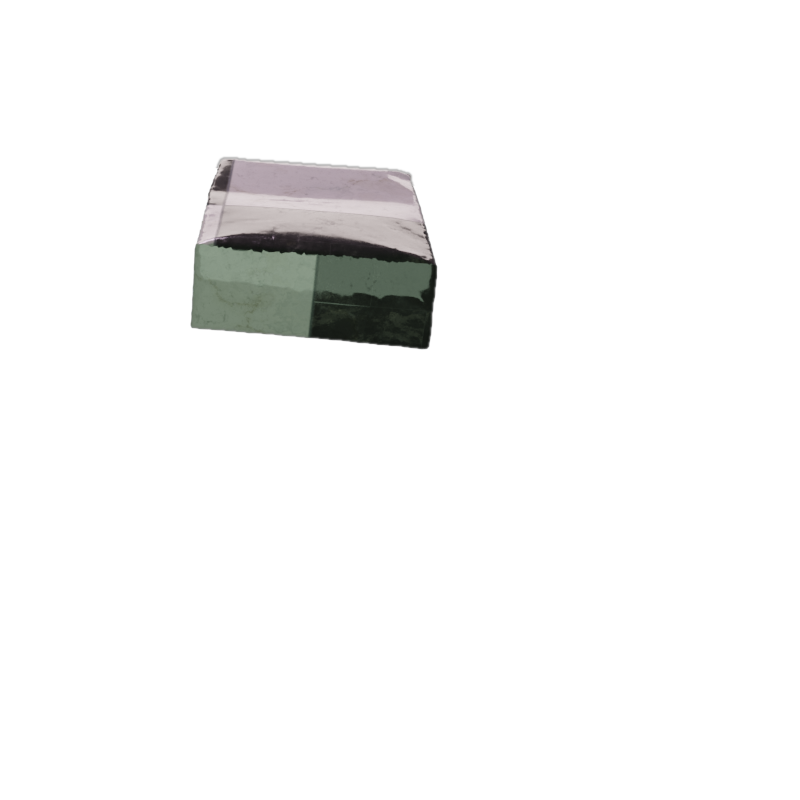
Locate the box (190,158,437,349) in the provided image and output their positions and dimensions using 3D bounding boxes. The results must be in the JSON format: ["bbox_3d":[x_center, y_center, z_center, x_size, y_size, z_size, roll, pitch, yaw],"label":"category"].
[{"bbox_3d":[-0.065,-0.119,0.832,0.163,0.068,0.226,4,26,-5],"label":"box"}]
